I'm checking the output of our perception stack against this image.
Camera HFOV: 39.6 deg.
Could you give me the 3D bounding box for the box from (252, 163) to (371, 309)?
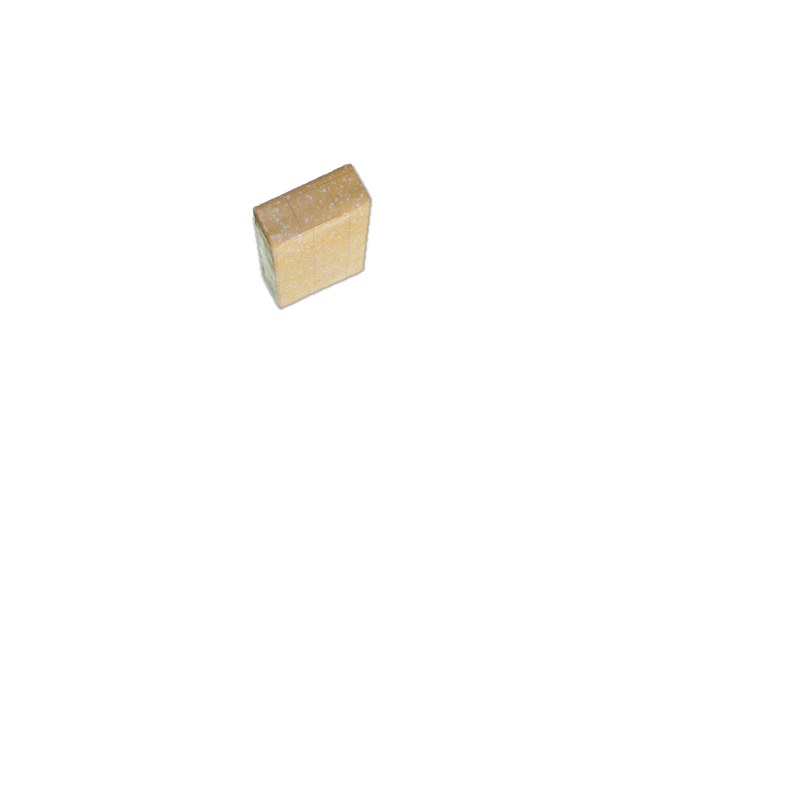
[{"bbox_3d":[-0.076,-0.139,0.975,0.093,0.050,0.171,-26,-8,-8],"label":"box"}]
